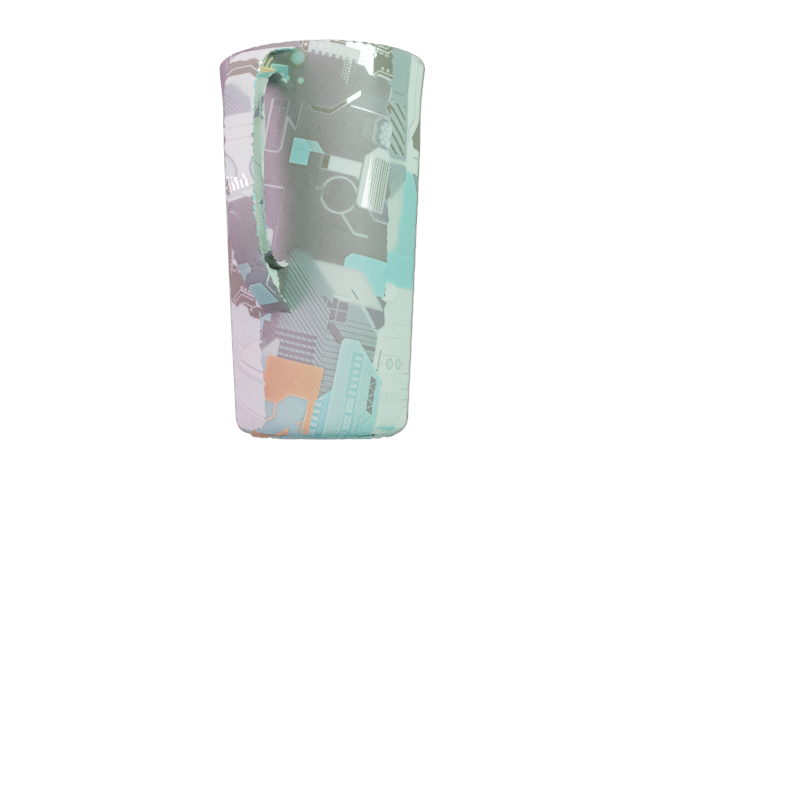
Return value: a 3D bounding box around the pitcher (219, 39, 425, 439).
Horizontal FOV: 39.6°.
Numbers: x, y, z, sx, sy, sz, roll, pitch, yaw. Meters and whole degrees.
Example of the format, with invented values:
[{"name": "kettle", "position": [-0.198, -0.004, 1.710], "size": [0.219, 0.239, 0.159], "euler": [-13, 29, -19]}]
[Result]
[{"name": "pitcher", "position": [-0.055, -0.100, 0.698], "size": [0.145, 0.247, 0.147], "euler": [2, -6, -21]}]
